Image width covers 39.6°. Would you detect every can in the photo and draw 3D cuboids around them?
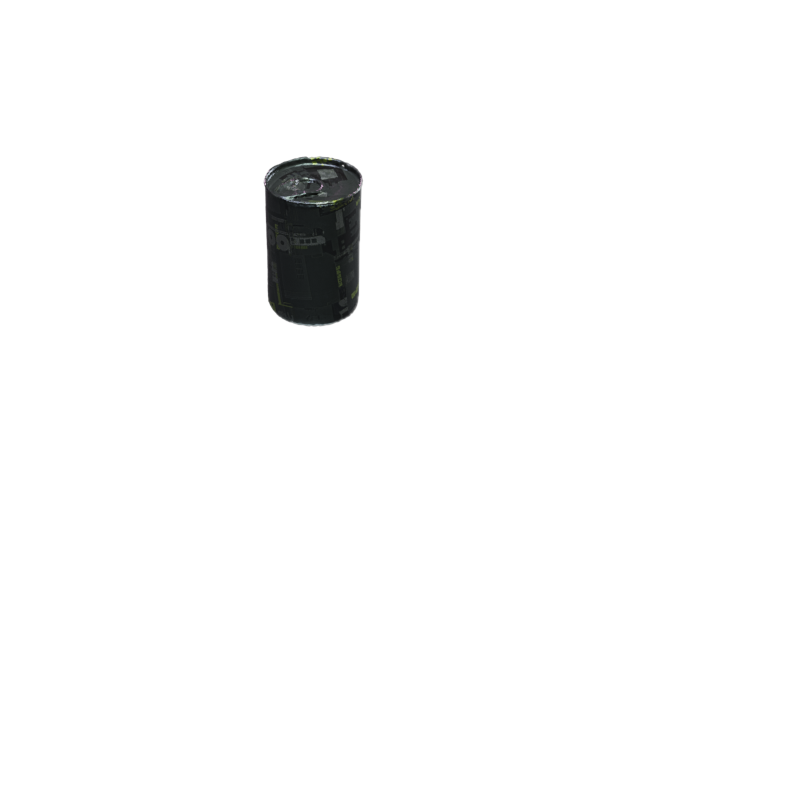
[{"bbox_3d":[-0.061,-0.112,0.785,0.068,0.096,0.073,0,35,-3],"label":"can"}]
